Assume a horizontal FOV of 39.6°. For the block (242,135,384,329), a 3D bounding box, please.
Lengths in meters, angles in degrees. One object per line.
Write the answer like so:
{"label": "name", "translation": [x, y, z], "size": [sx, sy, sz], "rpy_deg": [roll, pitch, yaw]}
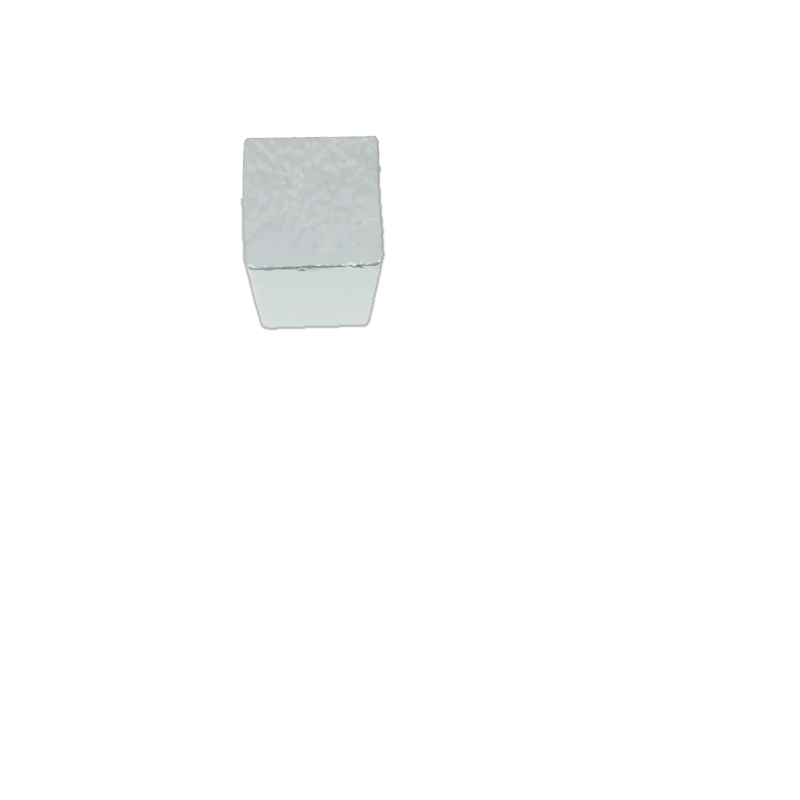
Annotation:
{"label": "block", "translation": [-0.064, -0.115, 0.811], "size": [0.090, 0.093, 0.201], "rpy_deg": [-1, -9, -4]}
